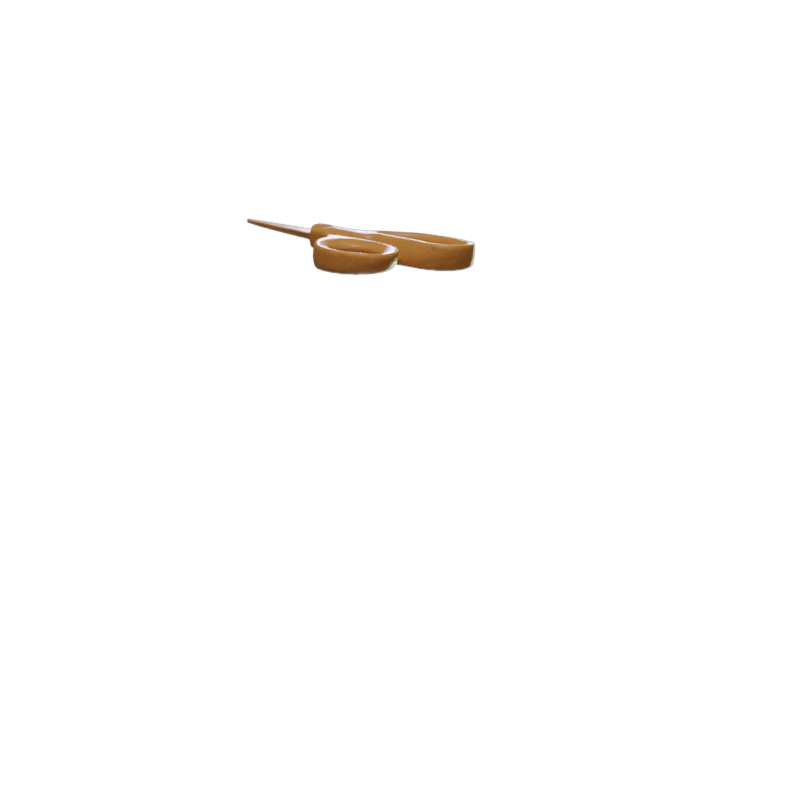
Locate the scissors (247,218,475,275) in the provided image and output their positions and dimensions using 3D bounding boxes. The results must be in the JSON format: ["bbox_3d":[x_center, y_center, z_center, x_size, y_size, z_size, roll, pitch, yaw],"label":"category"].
[{"bbox_3d":[-0.051,-0.093,0.651,0.212,0.015,0.094,13,20,39],"label":"scissors"}]
